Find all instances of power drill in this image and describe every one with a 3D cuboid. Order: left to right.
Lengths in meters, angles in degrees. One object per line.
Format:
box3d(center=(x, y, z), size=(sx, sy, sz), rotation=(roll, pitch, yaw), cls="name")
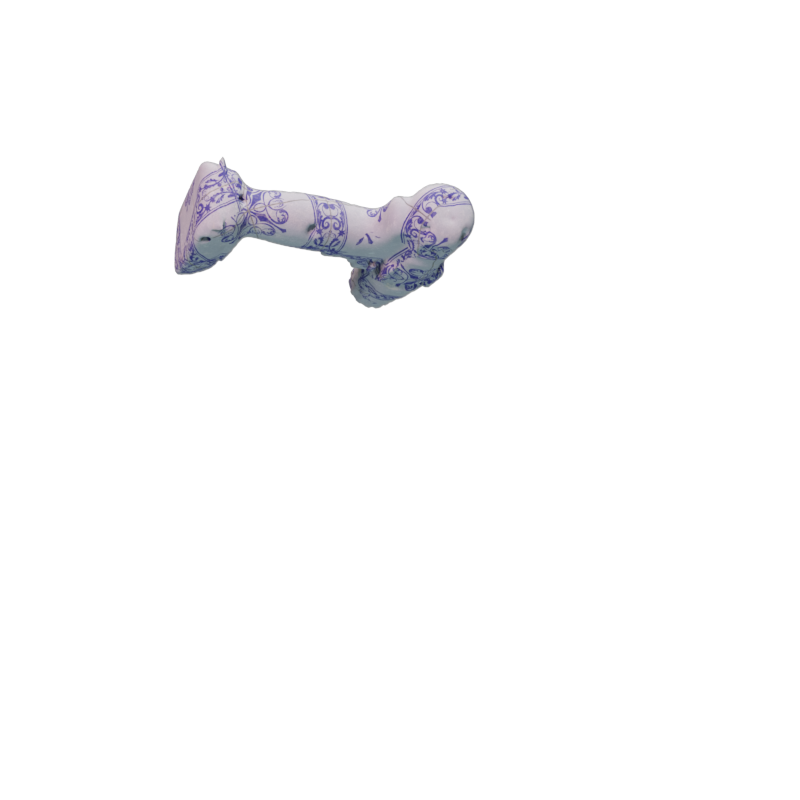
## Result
box3d(center=(-0.061, -0.112, 0.784), size=(0.183, 0.060, 0.181), rotation=(4, -15, -16), cls="power drill")
